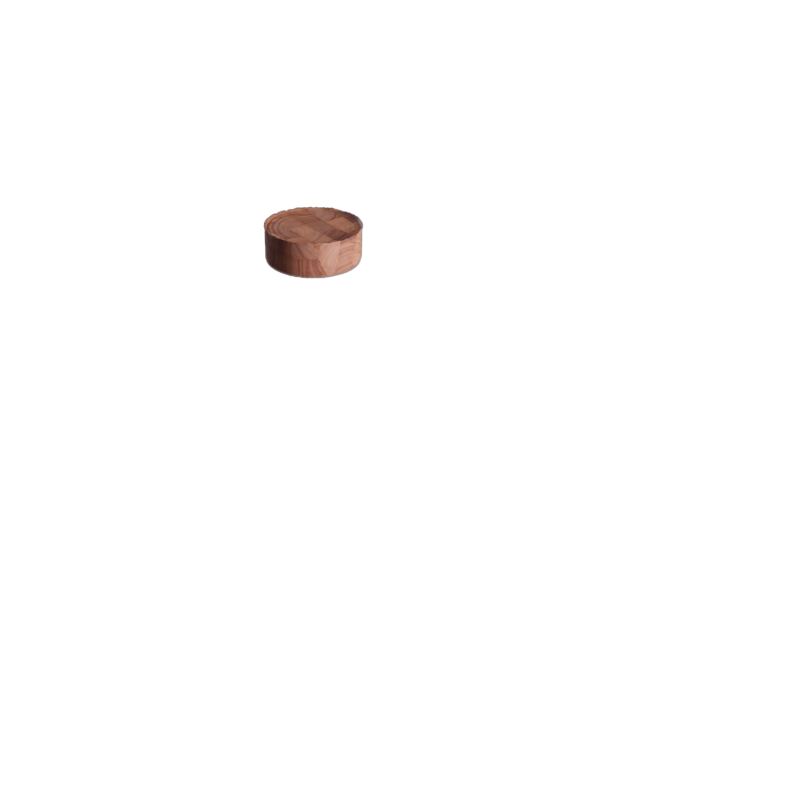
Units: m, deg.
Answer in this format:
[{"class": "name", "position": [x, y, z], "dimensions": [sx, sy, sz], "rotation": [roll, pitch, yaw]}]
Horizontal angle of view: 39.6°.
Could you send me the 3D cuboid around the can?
[{"class": "can", "position": [-0.075, -0.137, 0.960], "dimensions": [0.086, 0.032, 0.091], "rotation": [-1, 29, -2]}]
